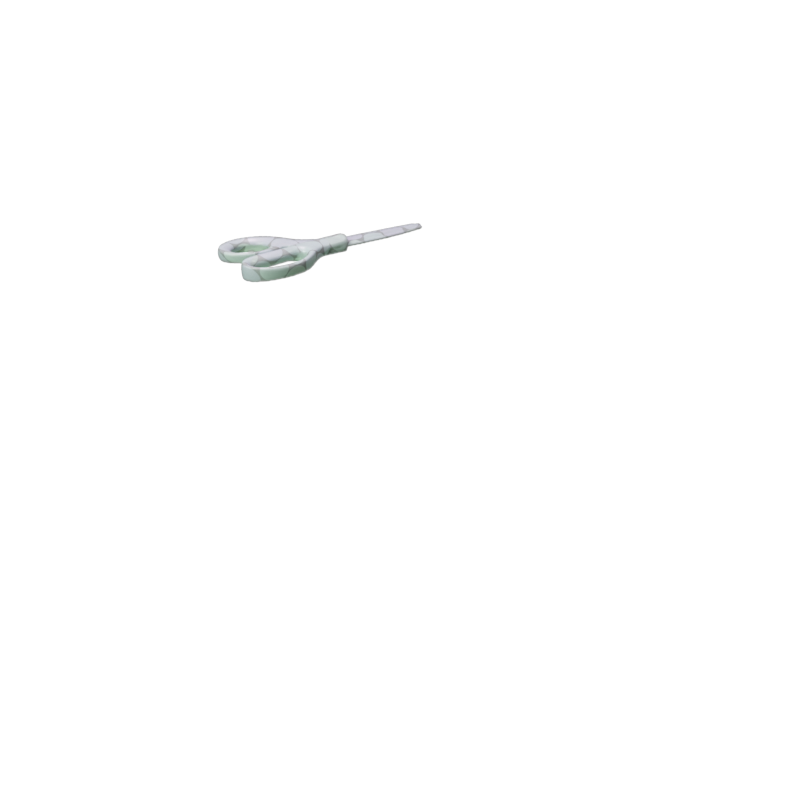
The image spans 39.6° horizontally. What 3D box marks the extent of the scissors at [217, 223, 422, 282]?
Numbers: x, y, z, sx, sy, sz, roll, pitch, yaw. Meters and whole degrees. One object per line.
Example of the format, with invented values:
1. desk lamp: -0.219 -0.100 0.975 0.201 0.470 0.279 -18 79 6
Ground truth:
1. scissors: -0.076 -0.139 0.975 0.101 0.015 0.200 17 29 33
